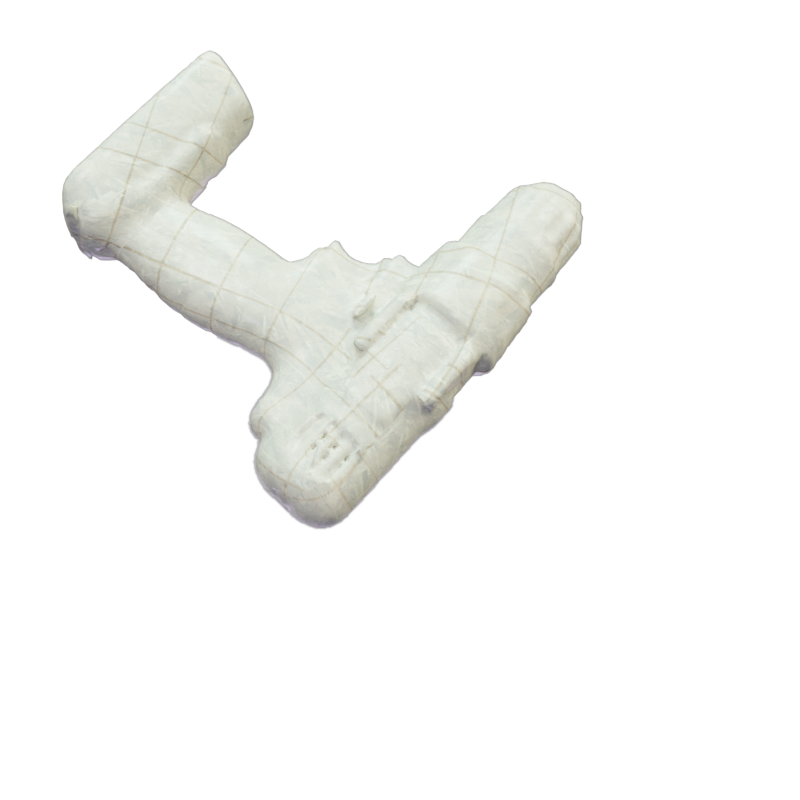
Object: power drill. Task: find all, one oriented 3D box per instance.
[{"bbox_3d":[-0.038,-0.069,0.483,0.195,0.187,0.054,39,-19,16],"label":"power drill"}]
